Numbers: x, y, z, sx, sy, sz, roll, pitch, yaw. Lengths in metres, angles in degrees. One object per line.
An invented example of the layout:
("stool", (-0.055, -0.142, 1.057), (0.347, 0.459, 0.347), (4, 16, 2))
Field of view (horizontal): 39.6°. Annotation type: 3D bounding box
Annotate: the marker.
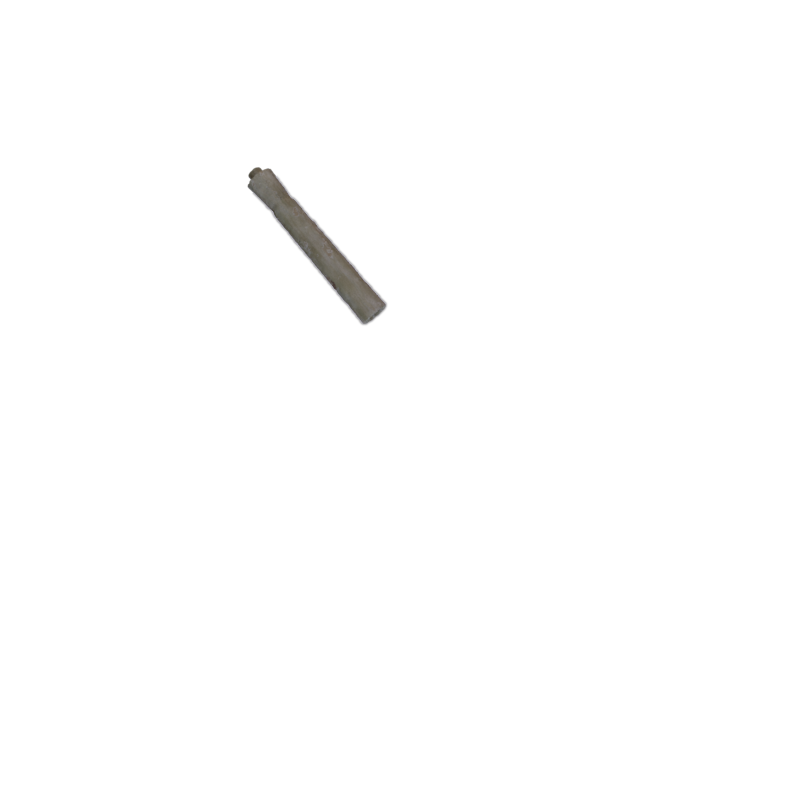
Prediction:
("marker", (-0.054, -0.098, 0.689), (0.020, 0.125, 0.019), (-37, -13, -10))
